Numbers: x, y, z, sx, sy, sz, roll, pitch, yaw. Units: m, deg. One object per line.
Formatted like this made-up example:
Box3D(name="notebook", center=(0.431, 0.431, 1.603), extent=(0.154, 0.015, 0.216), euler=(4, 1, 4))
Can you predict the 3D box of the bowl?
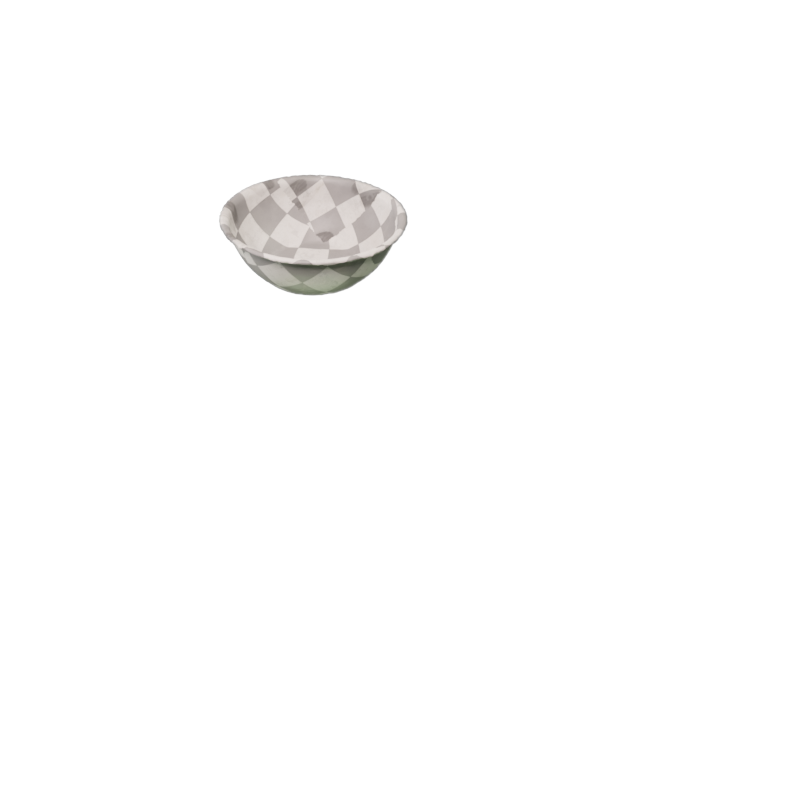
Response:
Box3D(name="bowl", center=(-0.076, -0.138, 0.966), extent=(0.162, 0.052, 0.173), euler=(-1, 35, -2))
